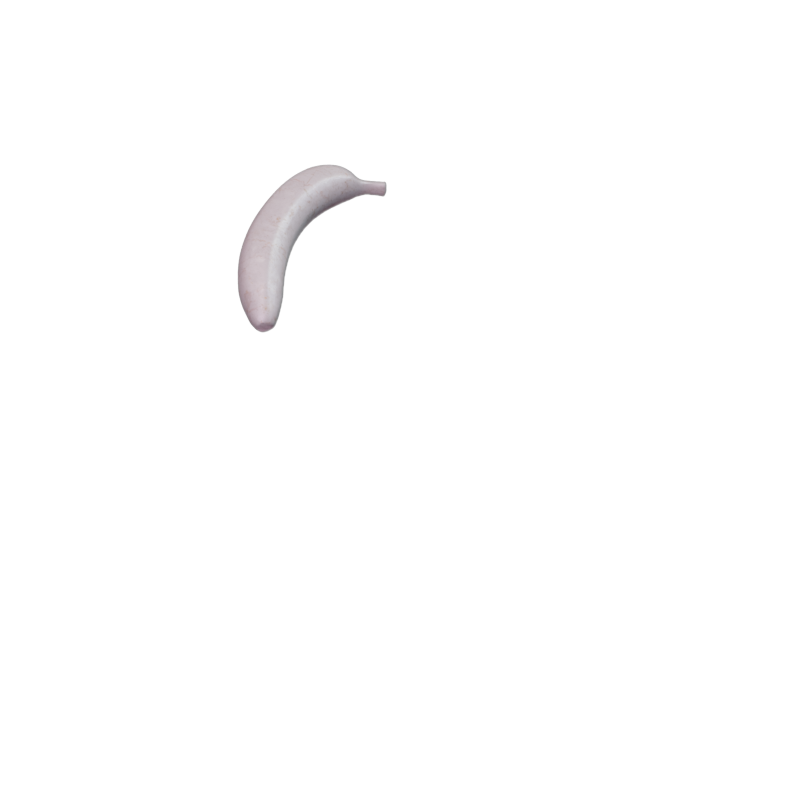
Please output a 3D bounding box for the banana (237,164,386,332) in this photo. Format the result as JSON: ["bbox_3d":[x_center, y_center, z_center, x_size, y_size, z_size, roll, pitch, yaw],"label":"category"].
[{"bbox_3d":[-0.082,-0.131,0.860,0.072,0.034,0.204,19,49,17],"label":"banana"}]
